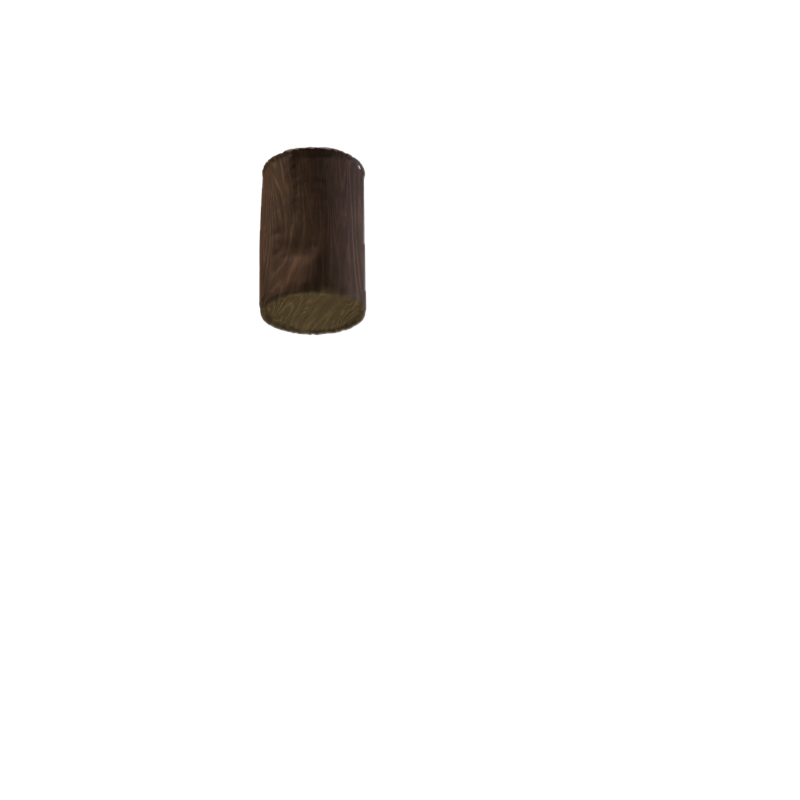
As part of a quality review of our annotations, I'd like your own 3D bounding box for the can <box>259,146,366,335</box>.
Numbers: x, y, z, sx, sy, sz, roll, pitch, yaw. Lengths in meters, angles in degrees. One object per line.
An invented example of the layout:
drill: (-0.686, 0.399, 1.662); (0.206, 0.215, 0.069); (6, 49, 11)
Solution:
can: (-0.055, -0.101, 0.706); (0.068, 0.108, 0.065); (0, -24, -2)
